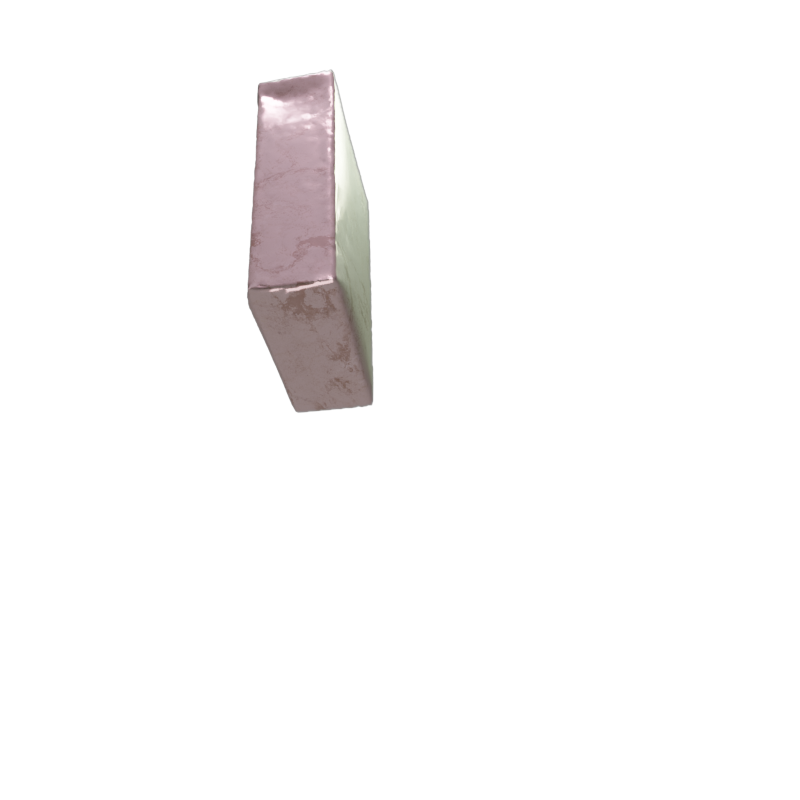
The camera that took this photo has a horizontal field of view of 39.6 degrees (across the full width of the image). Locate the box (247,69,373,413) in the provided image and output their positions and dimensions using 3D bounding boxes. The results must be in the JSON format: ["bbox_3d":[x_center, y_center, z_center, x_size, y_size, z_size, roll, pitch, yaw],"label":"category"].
[{"bbox_3d":[-0.068,-0.124,0.869,0.072,0.229,0.152,-8,-36,6],"label":"box"}]
